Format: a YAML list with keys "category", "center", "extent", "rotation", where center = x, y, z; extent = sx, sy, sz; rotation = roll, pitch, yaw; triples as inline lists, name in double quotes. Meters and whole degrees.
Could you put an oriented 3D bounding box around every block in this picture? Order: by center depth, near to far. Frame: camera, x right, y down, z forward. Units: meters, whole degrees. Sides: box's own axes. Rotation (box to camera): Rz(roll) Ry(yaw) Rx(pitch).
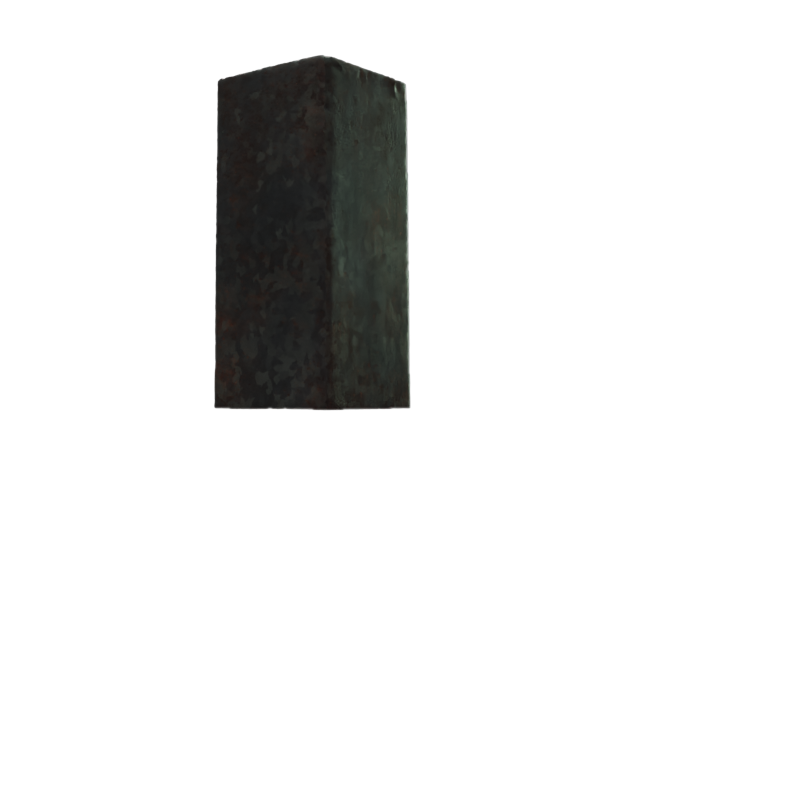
- category: "block"
  center: [-0.054, -0.099, 0.692]
  extent: [0.093, 0.210, 0.086]
  rotation: [-5, -8, 37]
